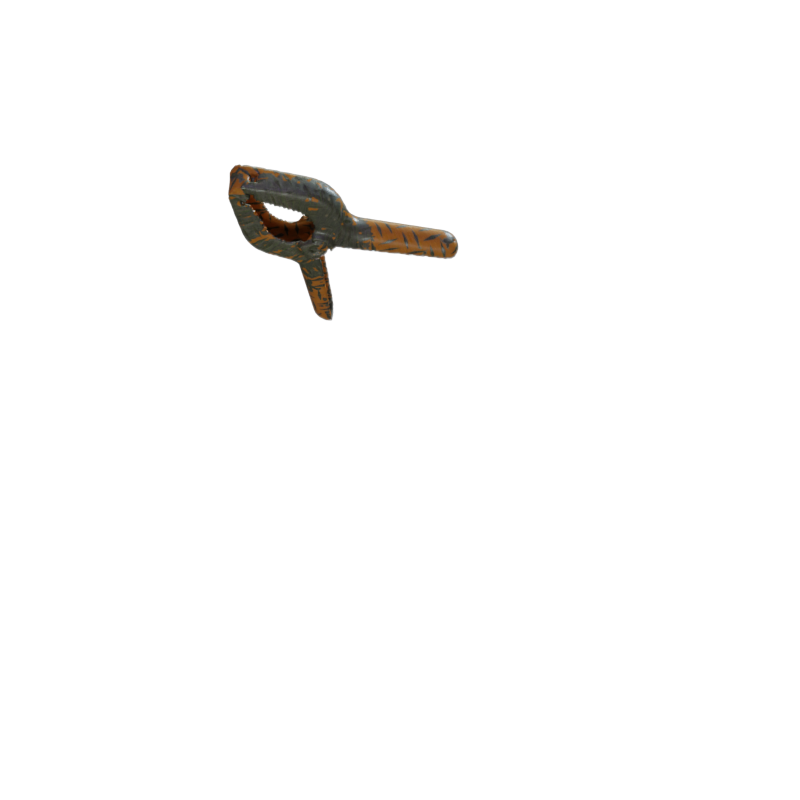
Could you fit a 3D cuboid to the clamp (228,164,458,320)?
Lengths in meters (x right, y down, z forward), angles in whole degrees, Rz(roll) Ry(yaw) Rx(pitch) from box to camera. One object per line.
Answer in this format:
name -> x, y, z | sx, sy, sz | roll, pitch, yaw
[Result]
clamp -> -0.077, -0.140, 0.981 | 0.198, 0.039, 0.163 | 25, -41, -33
